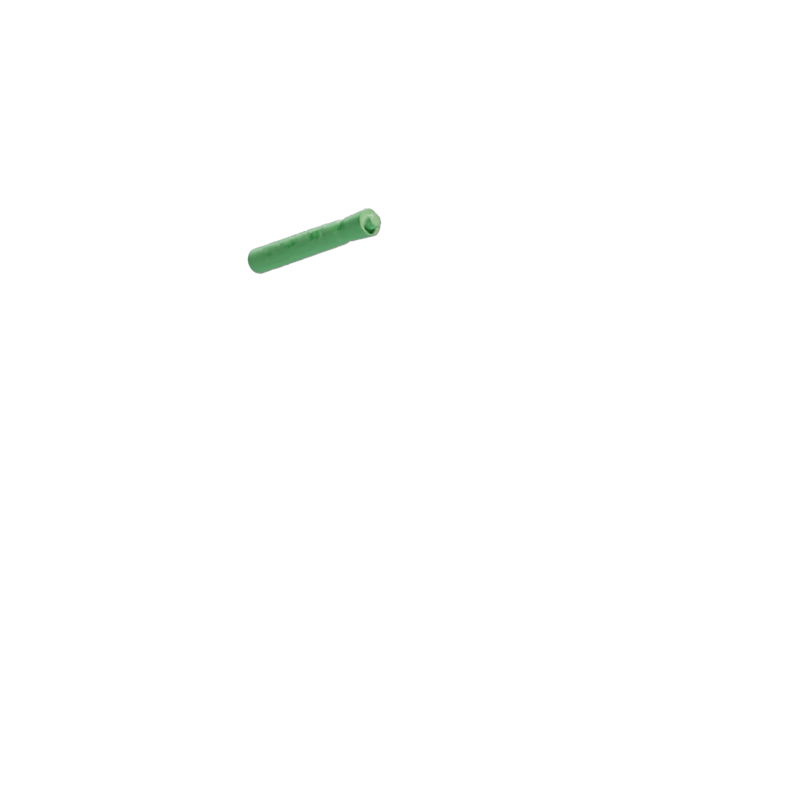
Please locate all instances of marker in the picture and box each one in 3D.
[{"bbox_3d":[-0.058,-0.107,0.748,0.123,0.020,0.019,-10,-5,44],"label":"marker"}]
